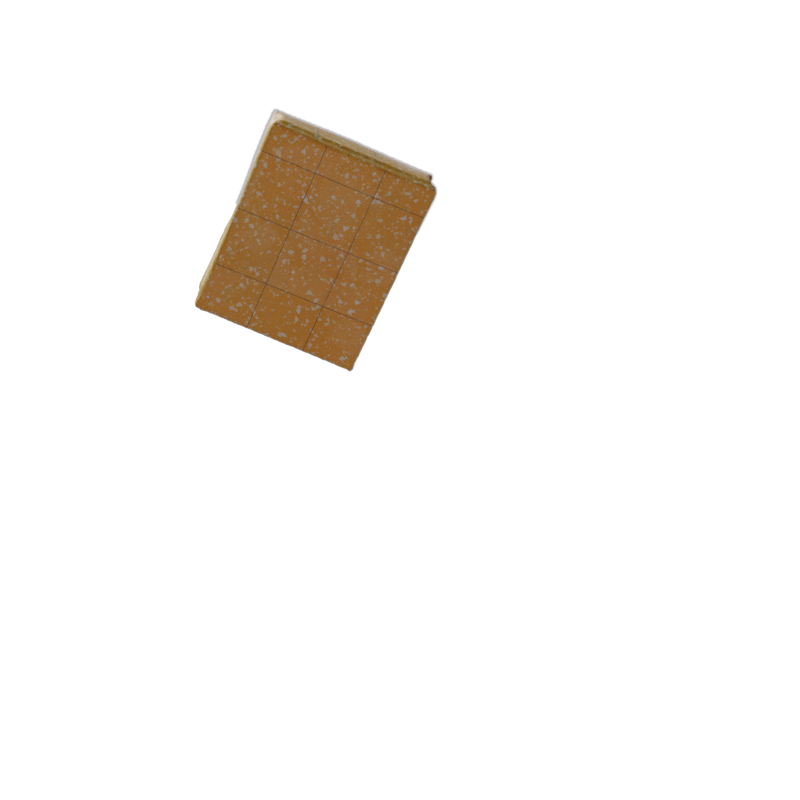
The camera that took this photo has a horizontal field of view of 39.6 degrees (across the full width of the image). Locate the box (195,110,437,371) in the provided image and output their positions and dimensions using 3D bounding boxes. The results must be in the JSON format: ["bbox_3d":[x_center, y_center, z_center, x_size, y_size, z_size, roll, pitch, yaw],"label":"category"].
[{"bbox_3d":[-0.037,-0.066,0.466,0.072,0.087,0.032,23,18,-9],"label":"box"}]
